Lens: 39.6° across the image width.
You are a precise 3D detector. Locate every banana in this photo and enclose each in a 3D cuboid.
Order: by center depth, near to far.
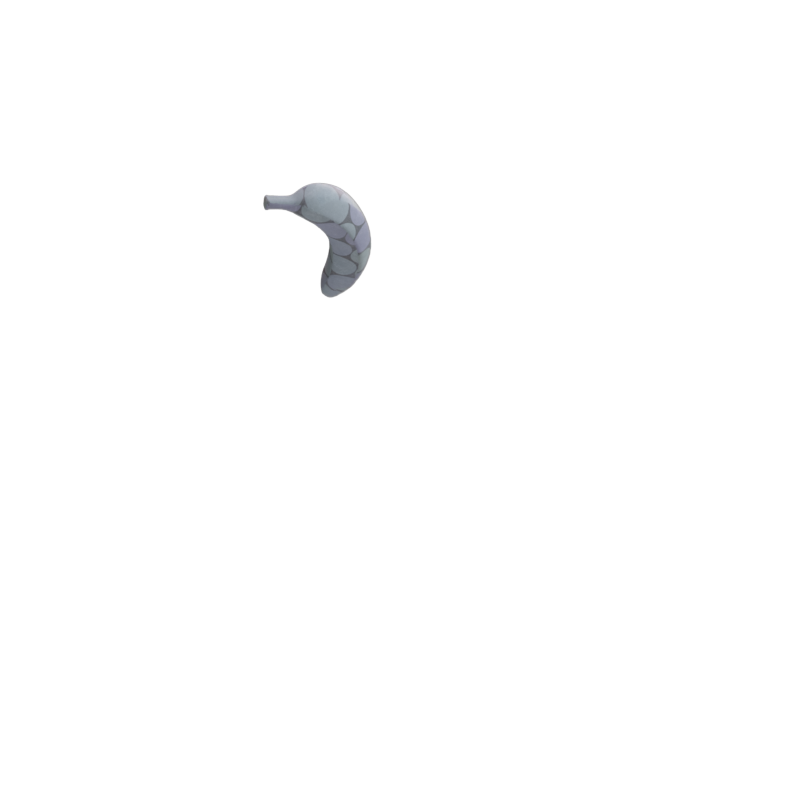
[{"bbox_3d":[-0.059,-0.143,0.974,0.070,0.039,0.185,-5,-22,12],"label":"banana"}]
